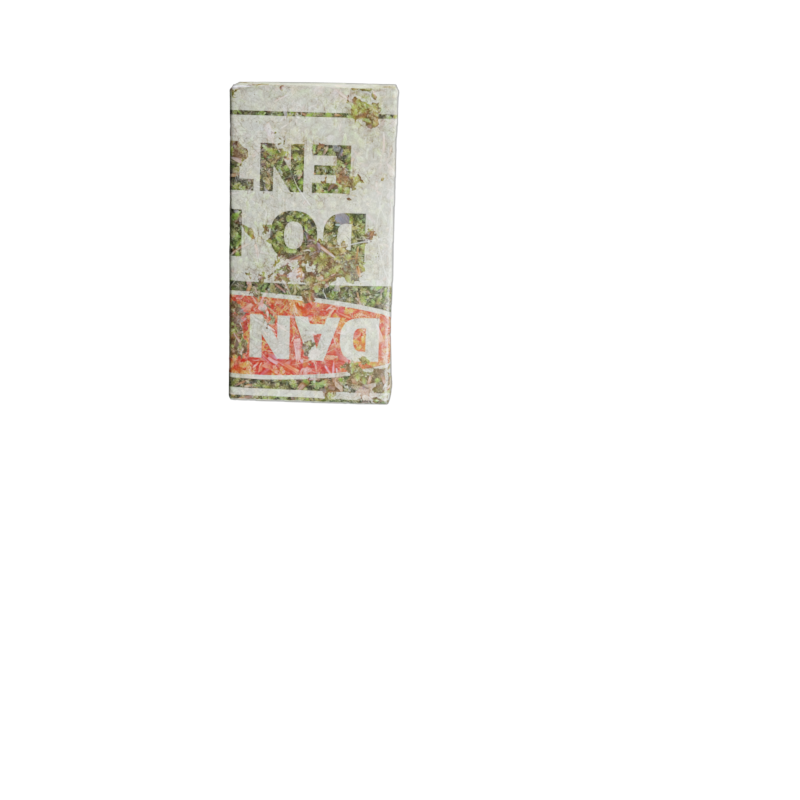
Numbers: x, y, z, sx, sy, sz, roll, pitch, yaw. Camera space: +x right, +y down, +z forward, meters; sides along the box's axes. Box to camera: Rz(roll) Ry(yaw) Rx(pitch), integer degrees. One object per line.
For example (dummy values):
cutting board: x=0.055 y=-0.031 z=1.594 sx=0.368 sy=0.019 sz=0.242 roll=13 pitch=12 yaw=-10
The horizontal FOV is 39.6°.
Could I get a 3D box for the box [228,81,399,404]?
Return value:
box: x=-0.049 y=-0.088 z=0.619 sx=0.094 sy=0.171 sz=0.049 roll=1 pitch=13 yaw=2
